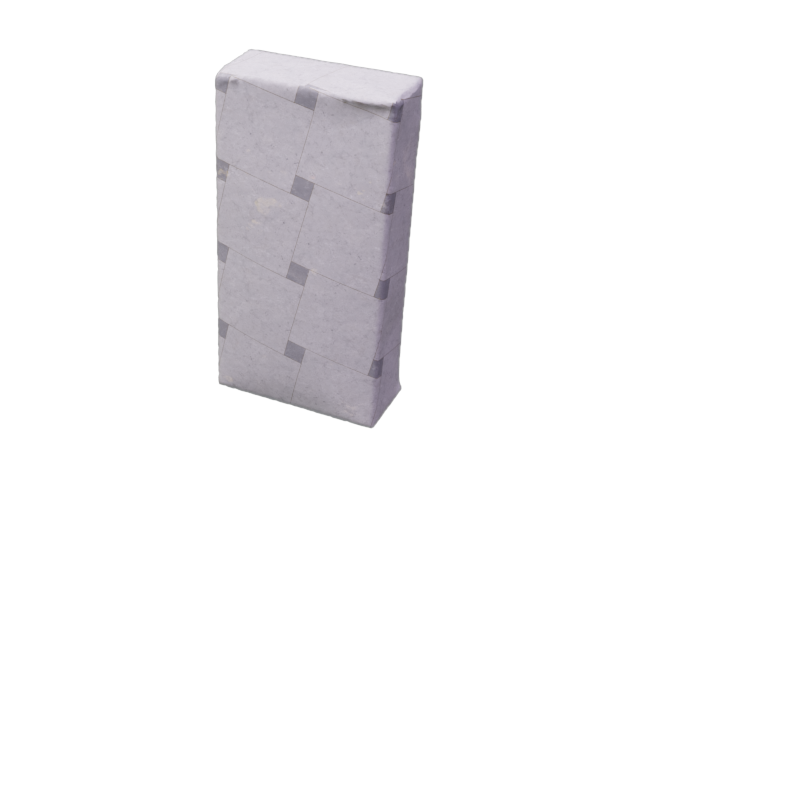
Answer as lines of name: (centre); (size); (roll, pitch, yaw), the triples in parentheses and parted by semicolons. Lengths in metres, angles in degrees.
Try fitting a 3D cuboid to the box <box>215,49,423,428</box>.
box: (-0.043, -0.078, 0.550); (0.097, 0.166, 0.049); (14, 33, 19)
